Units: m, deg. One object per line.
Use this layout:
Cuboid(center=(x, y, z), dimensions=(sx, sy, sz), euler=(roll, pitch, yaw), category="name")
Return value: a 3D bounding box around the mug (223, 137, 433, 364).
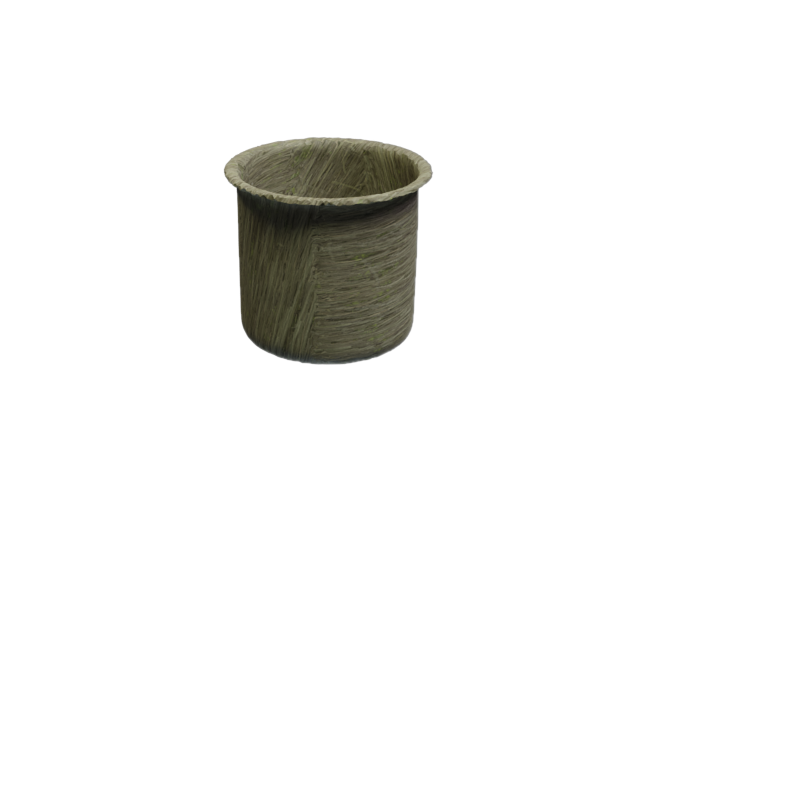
Cuboid(center=(-0.041, -0.074, 0.519), dimensions=(0.092, 0.077, 0.125), euler=(-17, 32, -32), category="mug")
